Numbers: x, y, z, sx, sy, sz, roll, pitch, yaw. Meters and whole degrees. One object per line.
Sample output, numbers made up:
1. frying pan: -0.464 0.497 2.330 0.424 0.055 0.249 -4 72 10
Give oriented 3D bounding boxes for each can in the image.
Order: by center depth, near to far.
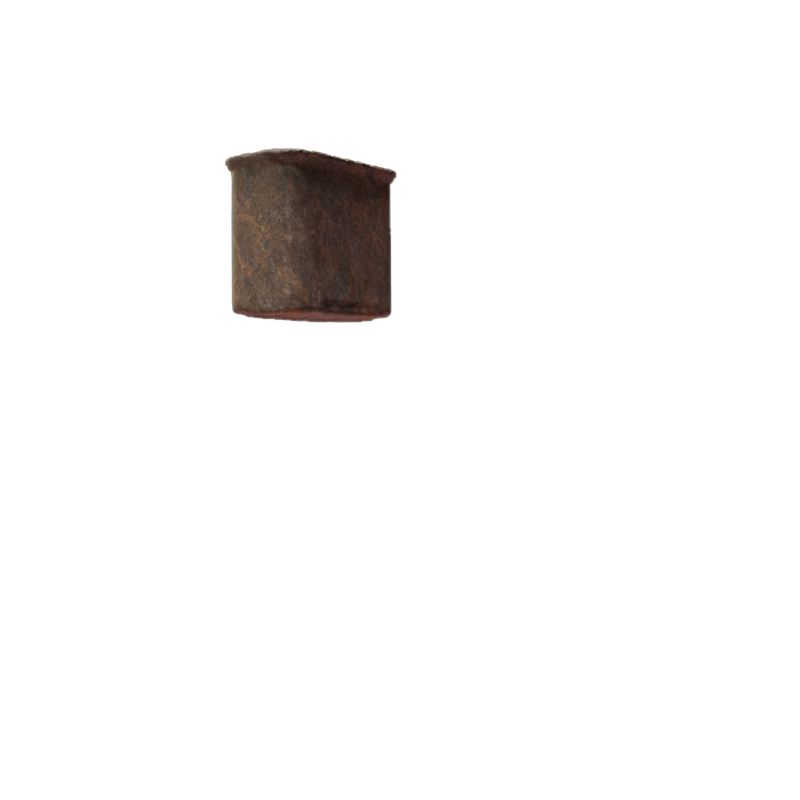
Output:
1. can: -0.047 -0.086 0.603 0.059 0.085 0.097 -4 -4 37
